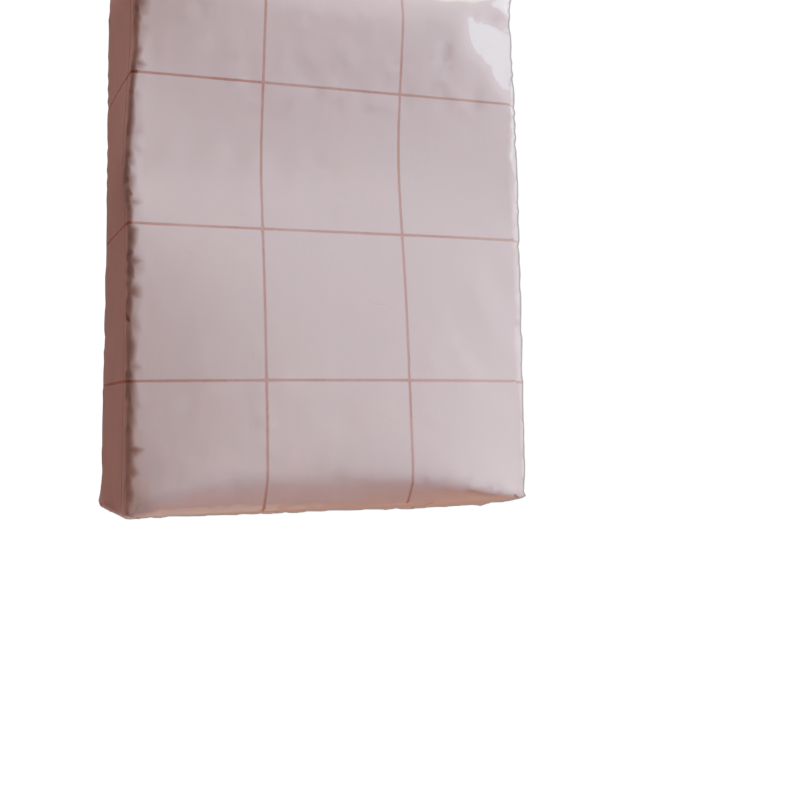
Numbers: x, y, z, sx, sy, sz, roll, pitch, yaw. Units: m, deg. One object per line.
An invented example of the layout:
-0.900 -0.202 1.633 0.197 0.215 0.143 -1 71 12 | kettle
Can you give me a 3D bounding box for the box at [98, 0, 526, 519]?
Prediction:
-0.035 -0.065 0.452 0.160 0.218 0.072 1 -7 -20 | box
